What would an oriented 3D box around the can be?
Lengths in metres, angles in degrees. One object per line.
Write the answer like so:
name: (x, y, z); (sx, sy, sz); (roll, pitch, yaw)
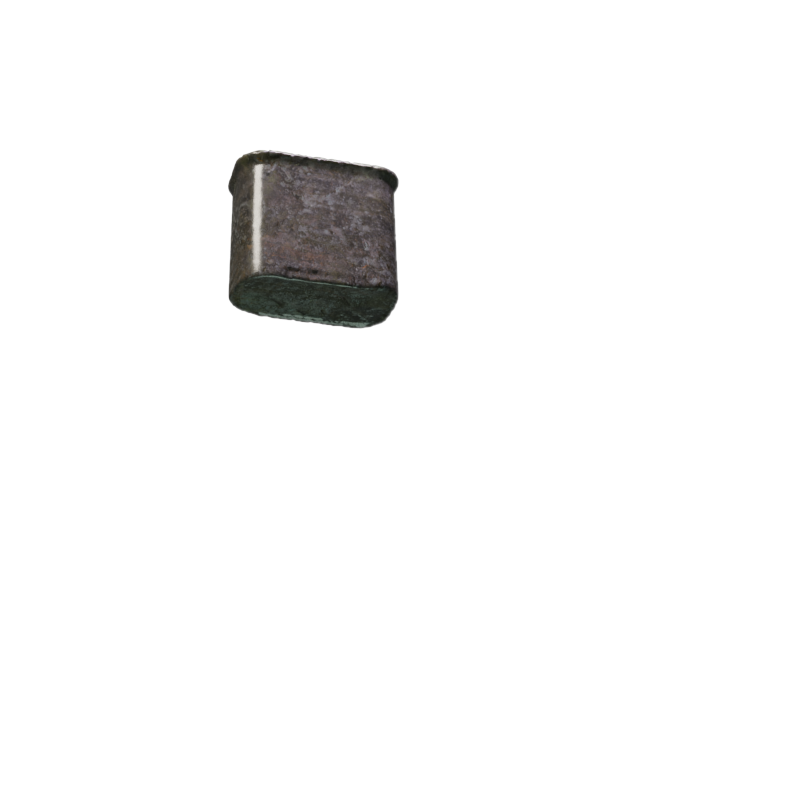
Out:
can: (-0.052, -0.094, 0.659); (0.100, 0.089, 0.055); (6, -28, -14)
